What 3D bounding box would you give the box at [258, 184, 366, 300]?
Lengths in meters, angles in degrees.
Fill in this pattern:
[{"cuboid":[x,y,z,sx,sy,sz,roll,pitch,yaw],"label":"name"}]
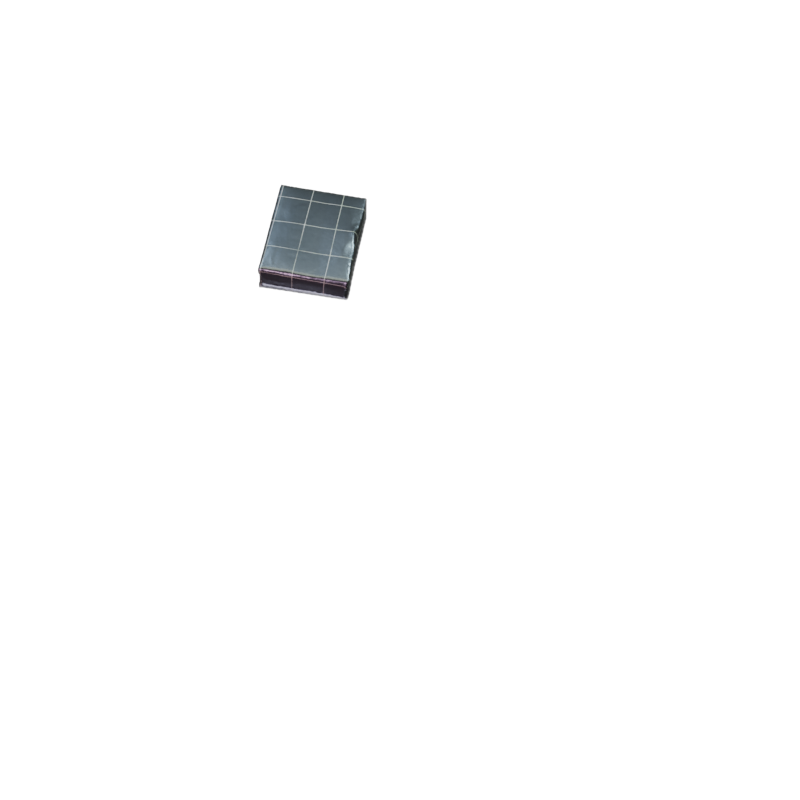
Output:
[{"cuboid":[-0.070,-0.128,0.894,0.074,0.094,0.028,9,-33,5],"label":"box"}]
